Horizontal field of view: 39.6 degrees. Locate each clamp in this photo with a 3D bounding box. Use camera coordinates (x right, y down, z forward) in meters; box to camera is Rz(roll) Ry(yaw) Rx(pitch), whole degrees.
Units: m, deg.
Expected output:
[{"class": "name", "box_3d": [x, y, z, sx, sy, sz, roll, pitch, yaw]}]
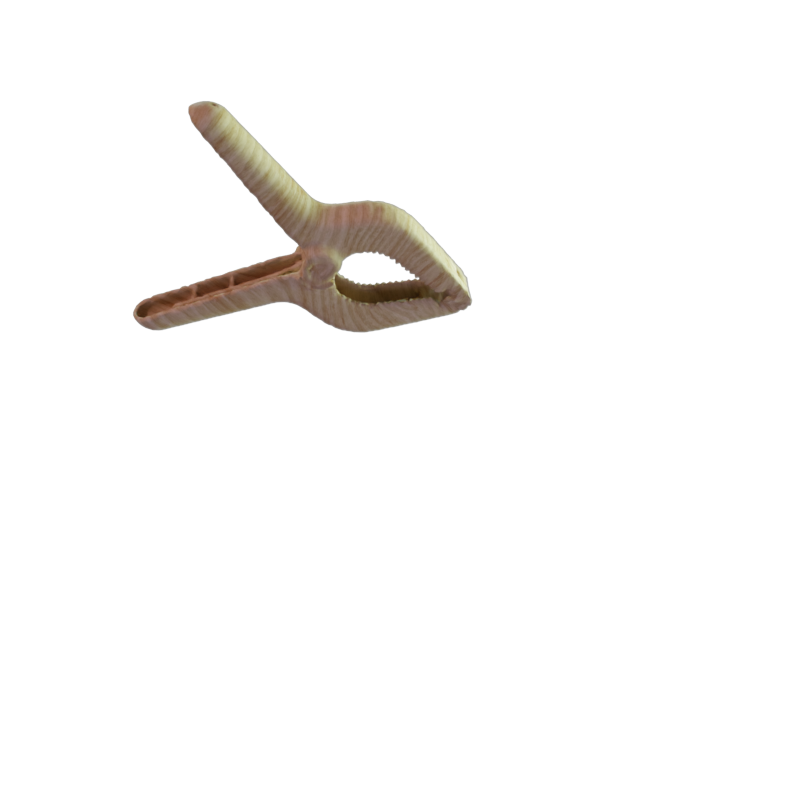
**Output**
[{"class": "clamp", "box_3d": [-0.054, -0.098, 0.687, 0.208, 0.155, 0.039, 9, 37, -7]}]
